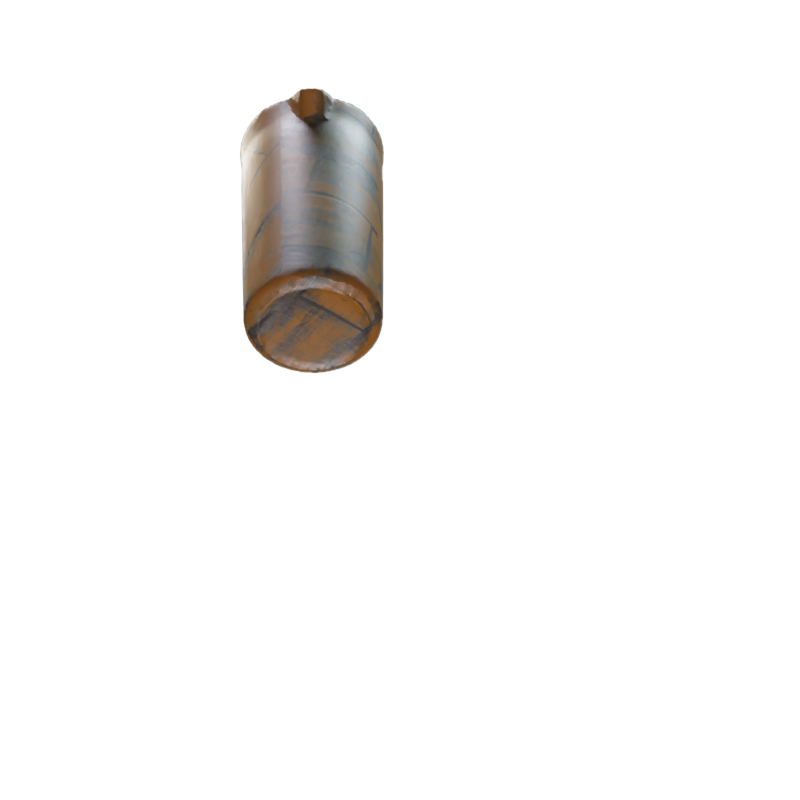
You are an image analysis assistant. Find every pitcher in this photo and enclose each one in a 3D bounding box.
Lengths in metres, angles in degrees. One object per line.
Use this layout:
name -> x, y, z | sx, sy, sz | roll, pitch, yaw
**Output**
pitcher -> -0.074, -0.135, 0.947 | 0.144, 0.261, 0.140 | -35, -54, 26
